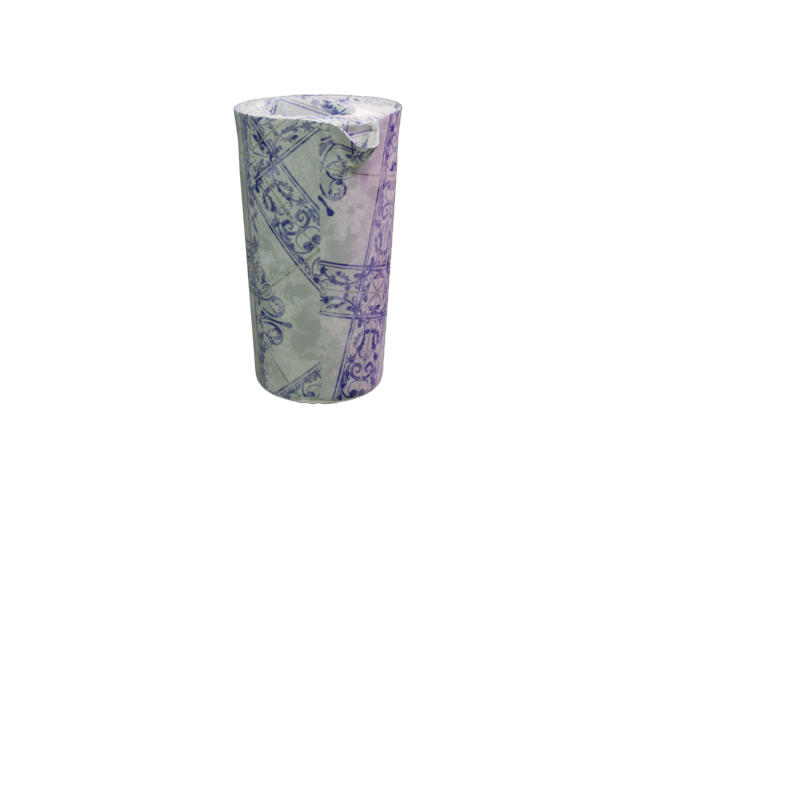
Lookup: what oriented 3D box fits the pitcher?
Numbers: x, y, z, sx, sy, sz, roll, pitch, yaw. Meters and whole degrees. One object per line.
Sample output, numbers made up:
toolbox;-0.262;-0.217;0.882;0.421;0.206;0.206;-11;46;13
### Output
pitcher;-0.072;-0.130;0.914;0.148;0.234;0.152;6;19;14
